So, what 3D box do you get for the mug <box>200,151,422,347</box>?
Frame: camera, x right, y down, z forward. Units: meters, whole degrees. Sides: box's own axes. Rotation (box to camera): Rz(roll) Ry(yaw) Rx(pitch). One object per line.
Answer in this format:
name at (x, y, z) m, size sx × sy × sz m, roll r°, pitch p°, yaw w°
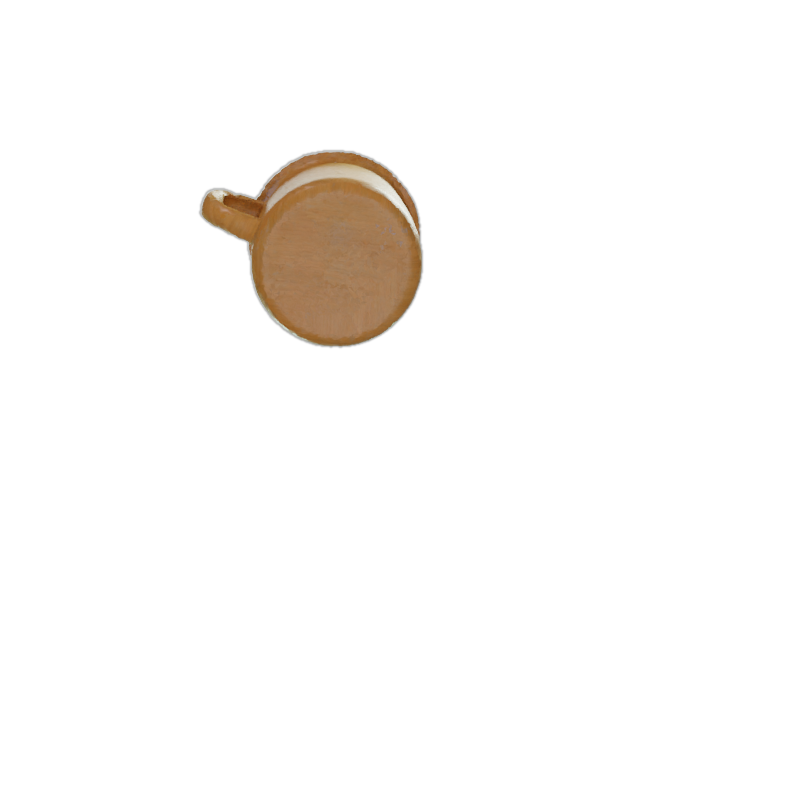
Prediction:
mug at (-0.043, -0.079, 0.554) m, size 0.116 × 0.092 × 0.084 m, roll 22°, pitch 12°, yaw -6°
